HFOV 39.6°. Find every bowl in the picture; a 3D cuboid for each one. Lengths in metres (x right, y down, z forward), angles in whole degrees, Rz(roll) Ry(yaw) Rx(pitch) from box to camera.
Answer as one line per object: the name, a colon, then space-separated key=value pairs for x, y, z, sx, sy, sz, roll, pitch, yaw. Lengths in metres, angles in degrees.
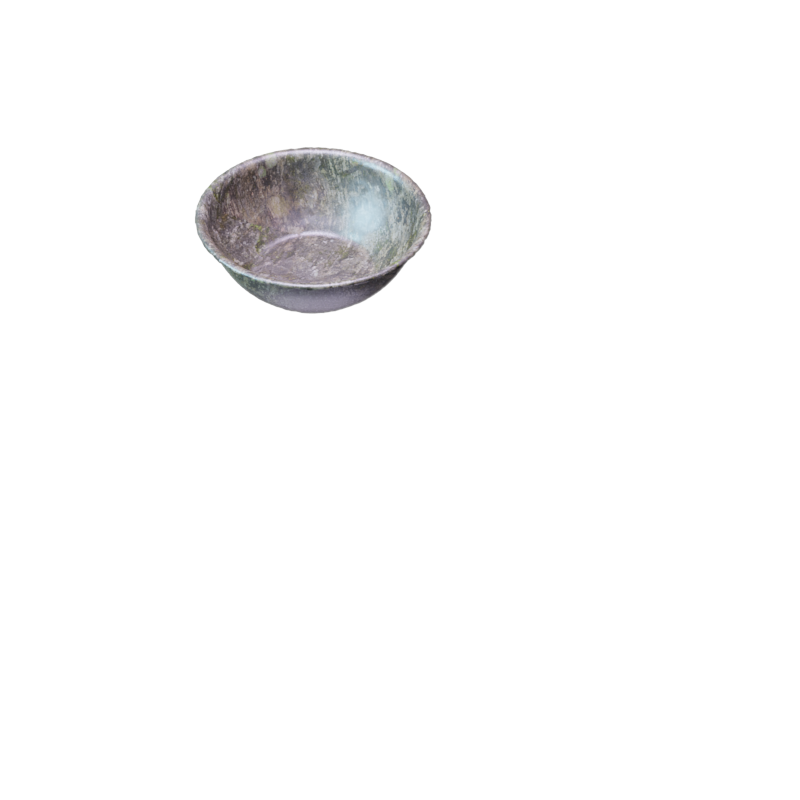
bowl: x=-0.061 y=-0.110 z=0.773 sx=0.162 sy=0.051 sz=0.174 roll=-1 pitch=42 yaw=-2
